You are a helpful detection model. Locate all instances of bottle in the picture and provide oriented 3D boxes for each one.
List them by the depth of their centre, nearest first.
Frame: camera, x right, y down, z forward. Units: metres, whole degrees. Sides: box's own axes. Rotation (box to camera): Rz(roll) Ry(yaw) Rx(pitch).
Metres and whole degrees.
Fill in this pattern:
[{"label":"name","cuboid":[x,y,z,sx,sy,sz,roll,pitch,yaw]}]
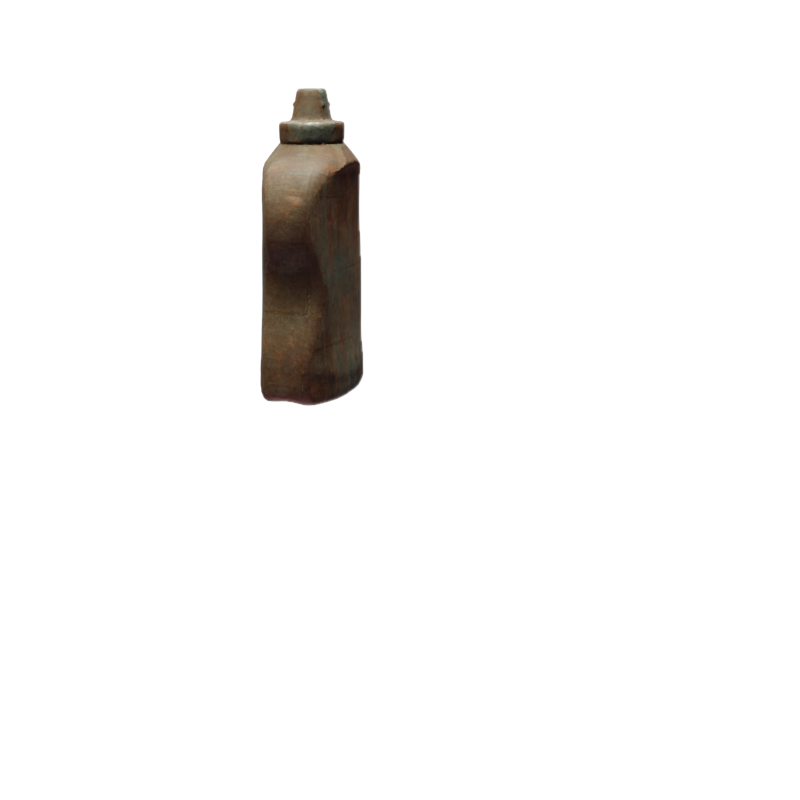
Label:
[{"label":"bottle","cuboid":[-0.055,-0.100,0.701,0.060,0.188,0.095,4,10,20]}]
